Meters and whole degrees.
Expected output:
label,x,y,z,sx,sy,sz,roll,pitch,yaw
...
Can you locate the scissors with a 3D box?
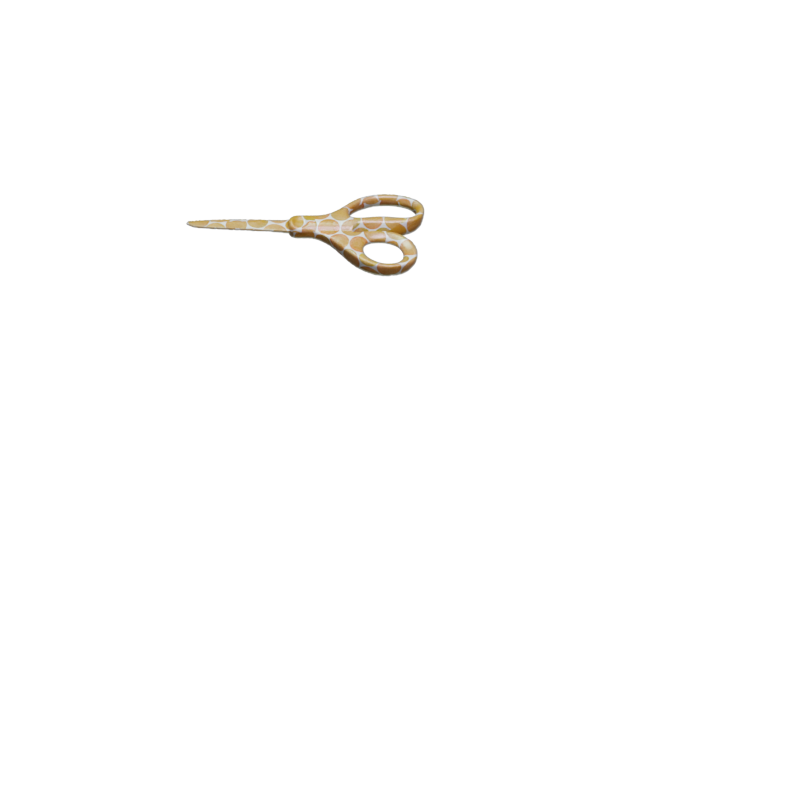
label,x,y,z,sx,sy,sz,roll,pitch,yaw
scissors,-0.073,-0.133,0.933,0.200,0.104,0.015,-11,-40,-9
